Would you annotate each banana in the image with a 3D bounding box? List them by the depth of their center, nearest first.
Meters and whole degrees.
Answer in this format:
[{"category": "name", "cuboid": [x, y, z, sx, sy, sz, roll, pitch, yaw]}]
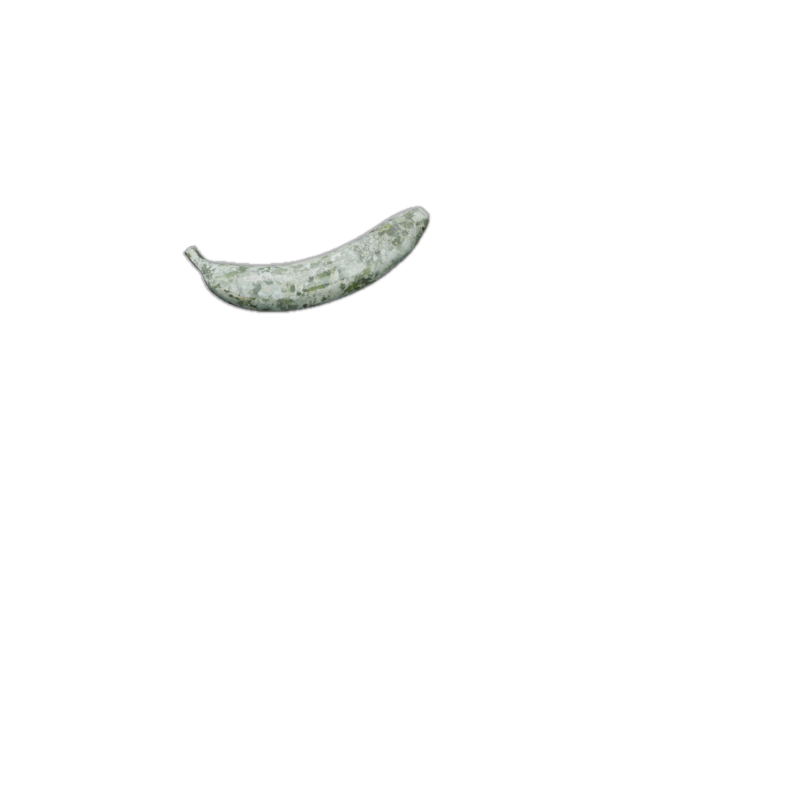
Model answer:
[{"category": "banana", "cuboid": [-0.069, -0.106, 0.869, 0.197, 0.073, 0.035, -9, -15, -3]}]
